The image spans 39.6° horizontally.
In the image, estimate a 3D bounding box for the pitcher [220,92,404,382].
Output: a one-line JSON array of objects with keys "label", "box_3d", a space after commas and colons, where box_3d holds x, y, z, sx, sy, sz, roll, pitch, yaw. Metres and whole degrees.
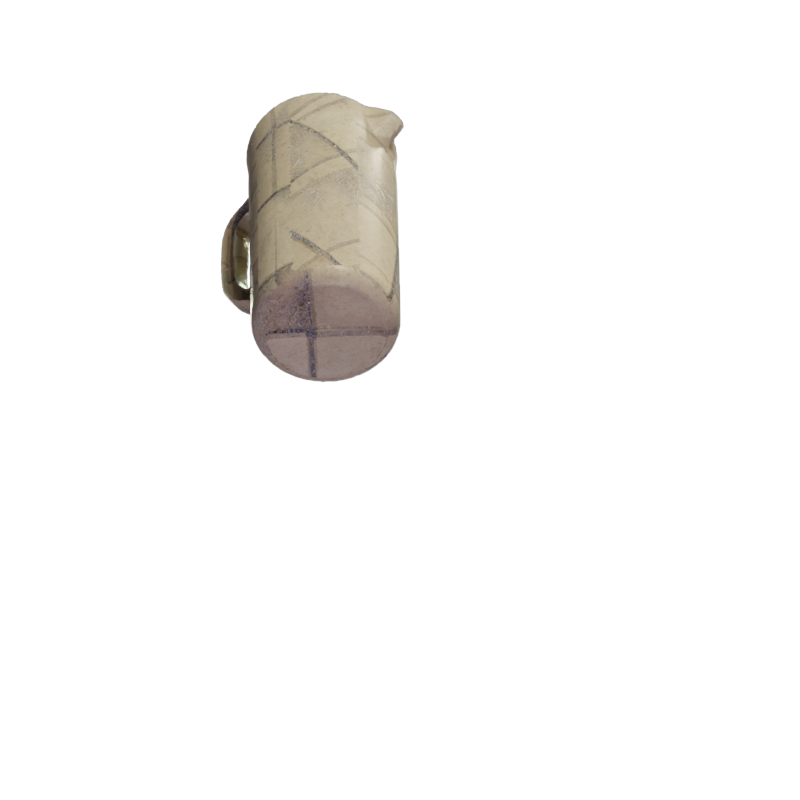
[{"label": "pitcher", "box_3d": [-0.070, -0.127, 0.889, 0.143, 0.140, 0.261, 6, 40, -8]}]
